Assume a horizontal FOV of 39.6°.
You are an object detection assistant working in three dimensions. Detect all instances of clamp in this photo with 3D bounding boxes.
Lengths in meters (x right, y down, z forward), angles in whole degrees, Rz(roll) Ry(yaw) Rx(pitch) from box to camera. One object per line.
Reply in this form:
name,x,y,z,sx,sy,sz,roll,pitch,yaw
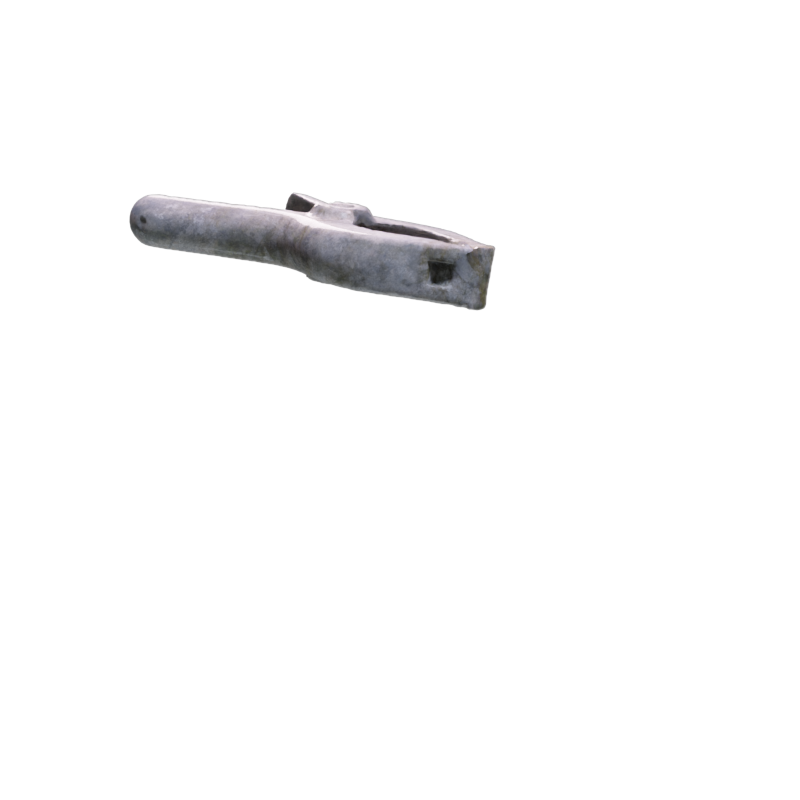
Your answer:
clamp,-0.040,-0.072,0.507,0.117,0.038,0.181,-15,23,-39
